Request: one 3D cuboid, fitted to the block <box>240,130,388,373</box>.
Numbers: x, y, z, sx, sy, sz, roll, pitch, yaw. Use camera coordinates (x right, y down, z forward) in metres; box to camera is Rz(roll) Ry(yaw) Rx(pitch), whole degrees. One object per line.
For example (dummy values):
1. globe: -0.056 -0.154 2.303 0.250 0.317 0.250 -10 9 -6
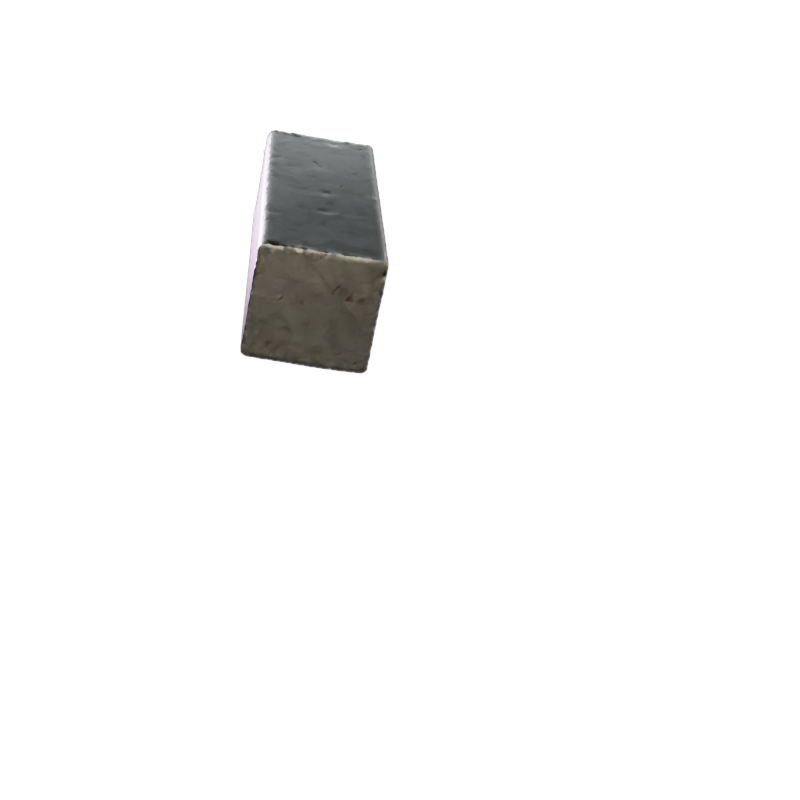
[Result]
1. block: -0.066 -0.119 0.832 0.089 0.086 0.219 8 31 -9
